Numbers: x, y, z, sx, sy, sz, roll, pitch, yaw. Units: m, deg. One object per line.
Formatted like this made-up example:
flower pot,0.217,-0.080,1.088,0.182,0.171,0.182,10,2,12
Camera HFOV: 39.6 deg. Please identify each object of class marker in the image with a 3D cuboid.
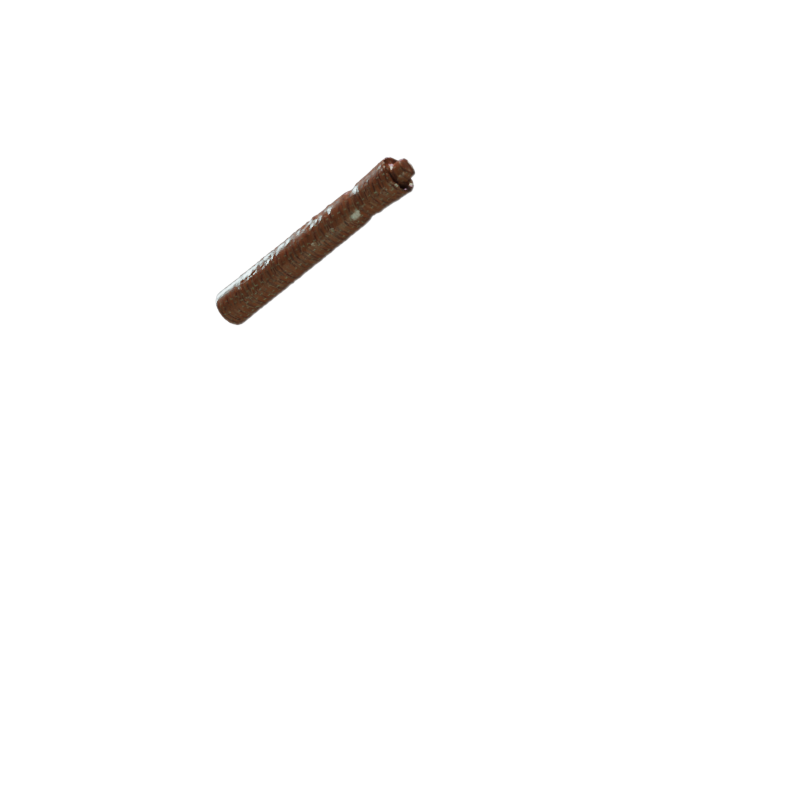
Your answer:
marker,-0.040,-0.072,0.505,0.120,0.021,0.019,-33,-16,31
